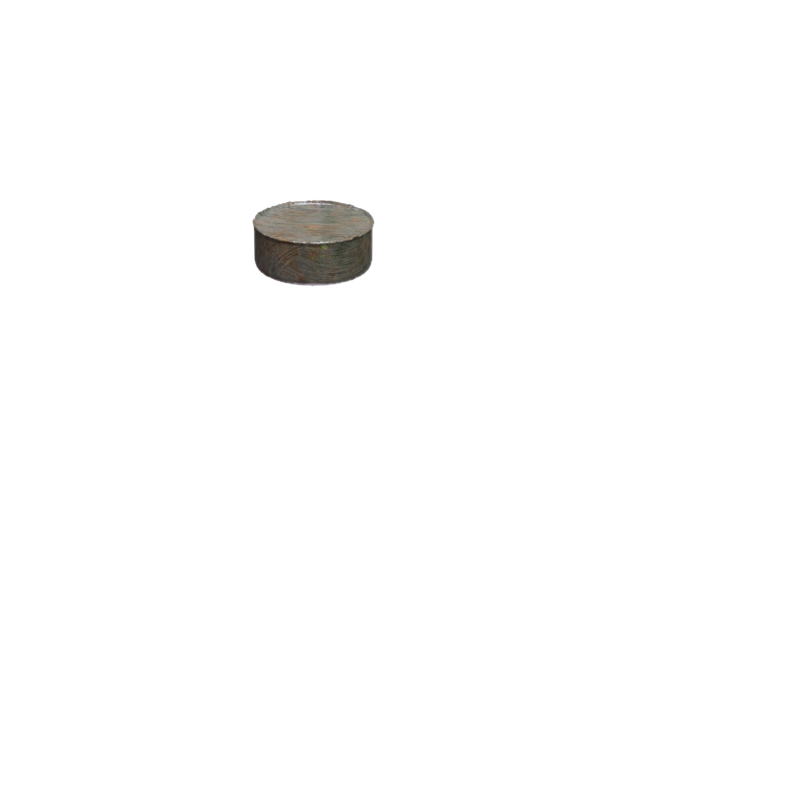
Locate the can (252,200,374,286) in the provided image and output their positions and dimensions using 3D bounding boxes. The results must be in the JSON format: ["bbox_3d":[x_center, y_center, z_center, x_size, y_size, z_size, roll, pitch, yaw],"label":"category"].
[{"bbox_3d":[-0.062,-0.112,0.788,0.086,0.032,0.091,-1,28,-2],"label":"can"}]
